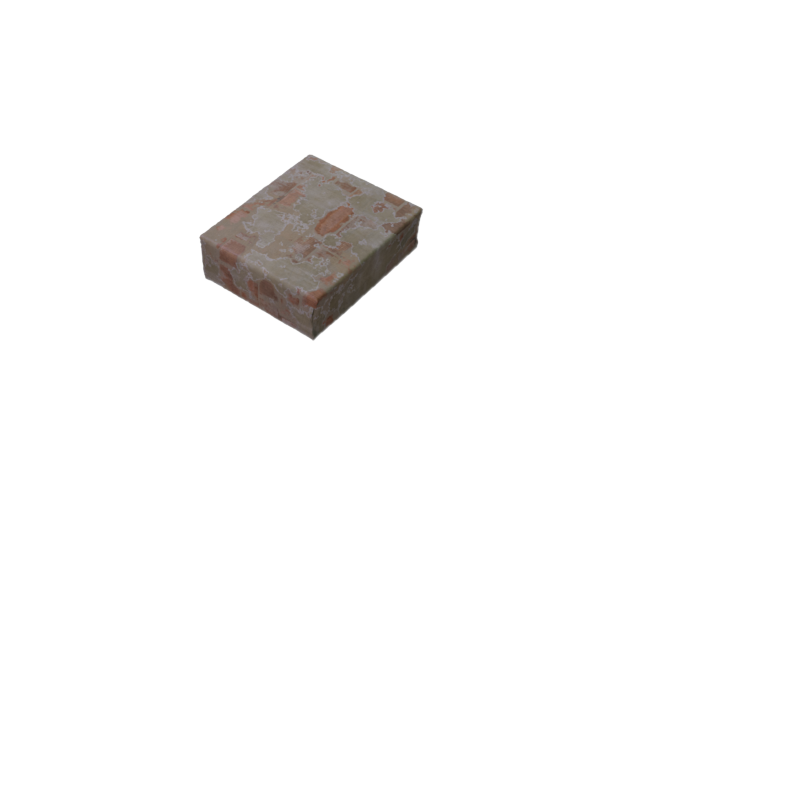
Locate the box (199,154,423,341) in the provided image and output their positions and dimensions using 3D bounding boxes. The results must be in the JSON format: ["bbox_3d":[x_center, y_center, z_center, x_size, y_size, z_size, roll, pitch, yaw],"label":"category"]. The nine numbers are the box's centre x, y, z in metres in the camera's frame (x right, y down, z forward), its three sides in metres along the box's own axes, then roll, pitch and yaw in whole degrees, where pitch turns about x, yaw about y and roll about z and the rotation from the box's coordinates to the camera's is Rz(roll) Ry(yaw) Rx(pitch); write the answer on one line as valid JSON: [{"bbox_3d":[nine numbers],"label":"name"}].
[{"bbox_3d":[-0.054,-0.098,0.685,0.095,0.036,0.116,27,52,23],"label":"box"}]
